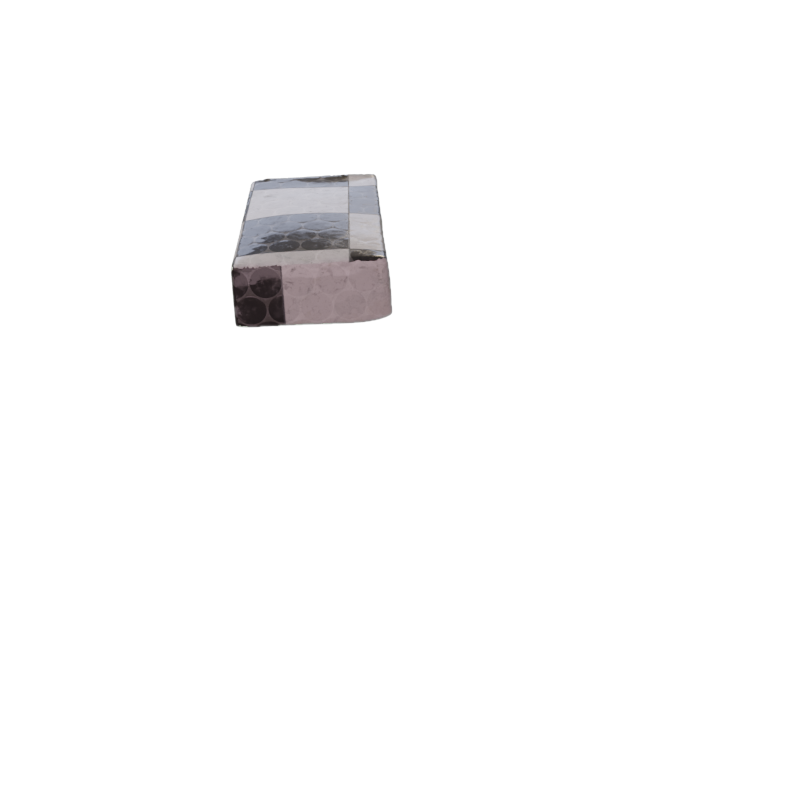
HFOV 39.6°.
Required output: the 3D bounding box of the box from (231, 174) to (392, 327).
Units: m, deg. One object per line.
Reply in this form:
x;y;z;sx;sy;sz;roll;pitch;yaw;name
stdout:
-0.057;-0.103;0.722;0.093;0.045;0.186;-4;28;-2;box
